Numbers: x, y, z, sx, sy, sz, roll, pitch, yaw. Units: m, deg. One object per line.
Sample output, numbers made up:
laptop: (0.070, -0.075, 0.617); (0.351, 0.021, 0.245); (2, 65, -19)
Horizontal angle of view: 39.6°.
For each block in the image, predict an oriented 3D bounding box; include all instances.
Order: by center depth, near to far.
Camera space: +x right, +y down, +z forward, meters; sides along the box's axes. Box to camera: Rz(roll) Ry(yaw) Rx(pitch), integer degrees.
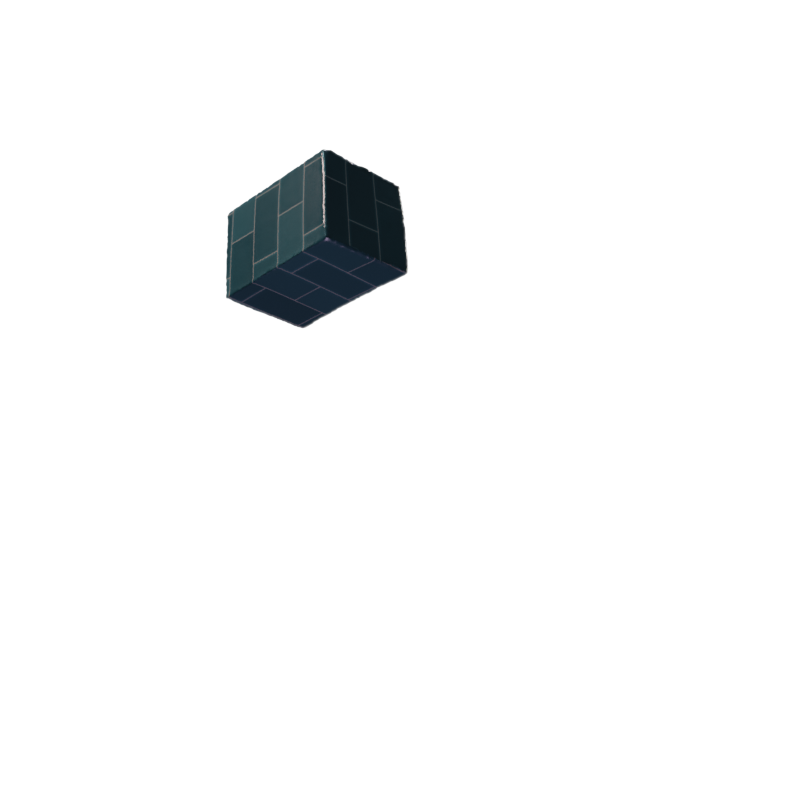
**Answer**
block: (-0.043, -0.078, 0.543); (0.049, 0.054, 0.078); (23, -35, -39)
